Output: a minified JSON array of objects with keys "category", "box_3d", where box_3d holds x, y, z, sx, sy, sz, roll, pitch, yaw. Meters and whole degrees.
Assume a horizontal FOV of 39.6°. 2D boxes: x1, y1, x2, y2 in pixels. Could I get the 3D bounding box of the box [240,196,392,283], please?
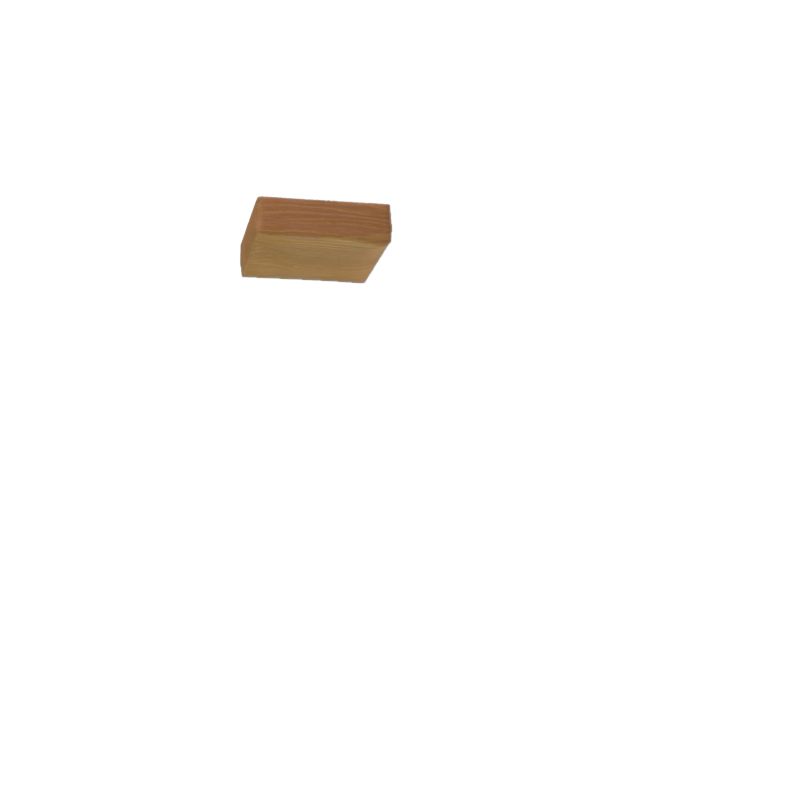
[{"category":"box","box_3d":[-0.072,-0.132,0.921,0.111,0.041,0.087,4,-19,-13]}]
